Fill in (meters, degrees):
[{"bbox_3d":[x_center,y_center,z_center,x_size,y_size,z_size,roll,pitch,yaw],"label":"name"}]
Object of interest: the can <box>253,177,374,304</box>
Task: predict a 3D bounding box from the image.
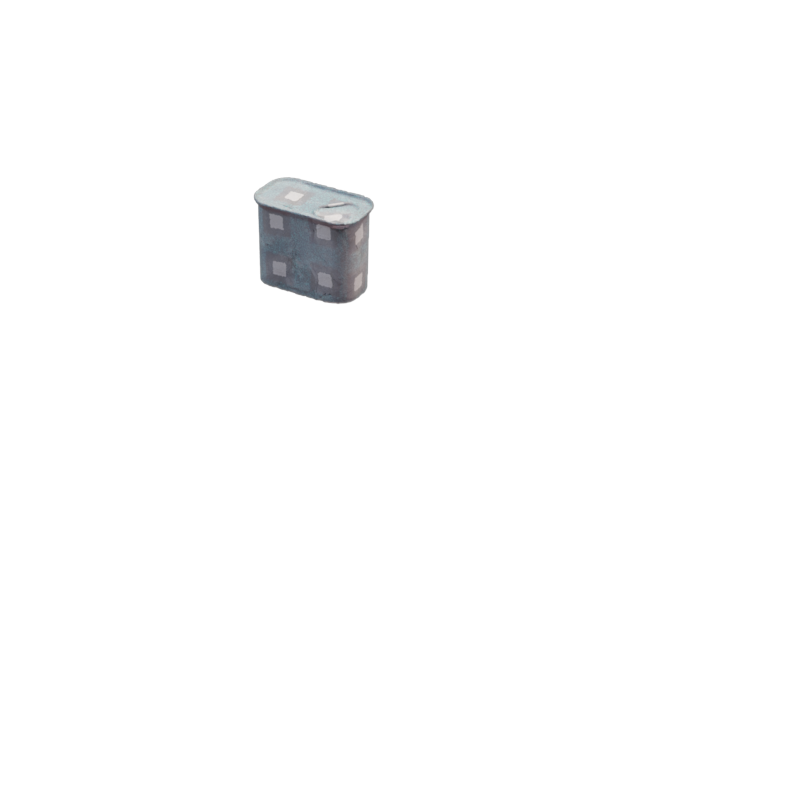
[{"bbox_3d":[-0.075,-0.138,0.965,0.107,0.079,0.058,18,36,24],"label":"can"}]
